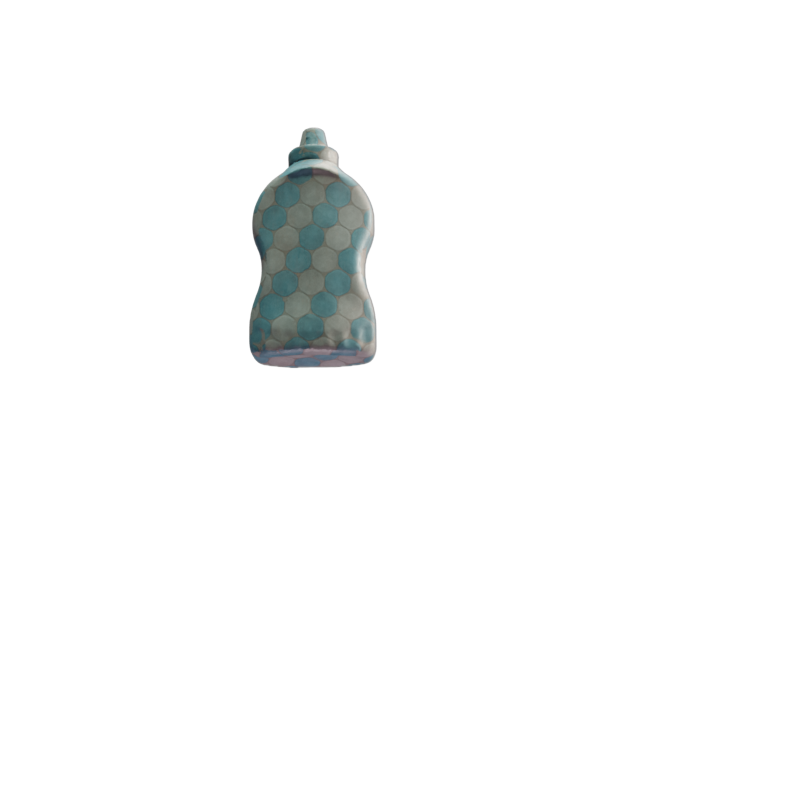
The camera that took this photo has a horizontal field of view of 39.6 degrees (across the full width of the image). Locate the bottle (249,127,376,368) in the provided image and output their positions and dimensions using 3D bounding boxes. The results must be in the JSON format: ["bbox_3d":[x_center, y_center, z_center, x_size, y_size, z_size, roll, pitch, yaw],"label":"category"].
[{"bbox_3d":[-0.068,-0.124,0.868,0.096,0.200,0.055,-2,-19,3],"label":"bottle"}]
